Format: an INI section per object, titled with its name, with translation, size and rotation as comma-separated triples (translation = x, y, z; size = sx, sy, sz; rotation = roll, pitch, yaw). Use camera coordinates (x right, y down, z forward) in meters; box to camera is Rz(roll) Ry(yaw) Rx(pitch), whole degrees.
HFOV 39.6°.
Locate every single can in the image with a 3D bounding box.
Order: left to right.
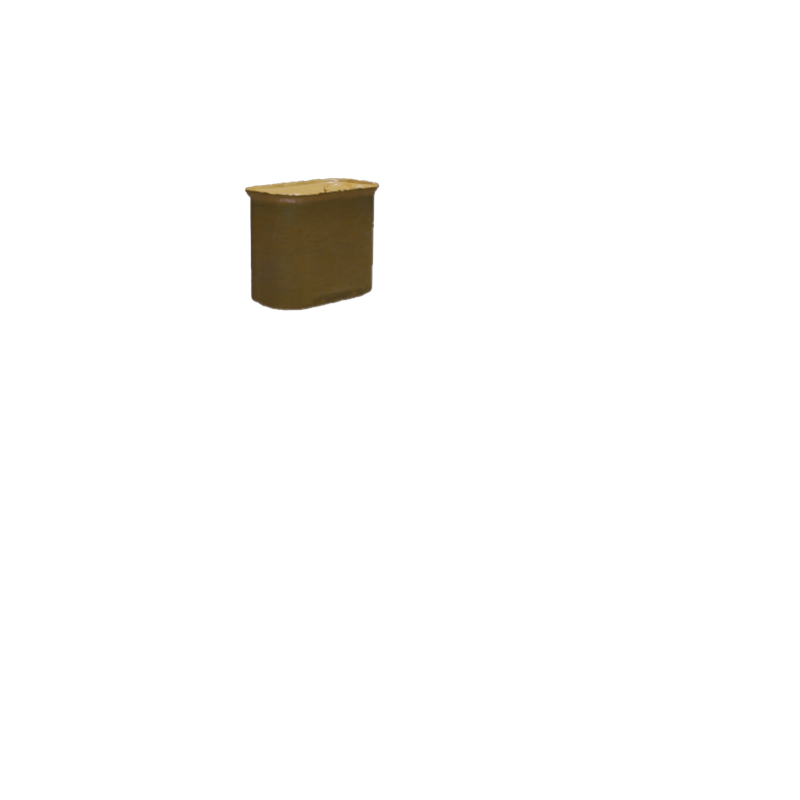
[can]
translation = -0.064, -0.116, 0.812
size = 0.060, 0.081, 0.100
rotation = 12, 19, 42
